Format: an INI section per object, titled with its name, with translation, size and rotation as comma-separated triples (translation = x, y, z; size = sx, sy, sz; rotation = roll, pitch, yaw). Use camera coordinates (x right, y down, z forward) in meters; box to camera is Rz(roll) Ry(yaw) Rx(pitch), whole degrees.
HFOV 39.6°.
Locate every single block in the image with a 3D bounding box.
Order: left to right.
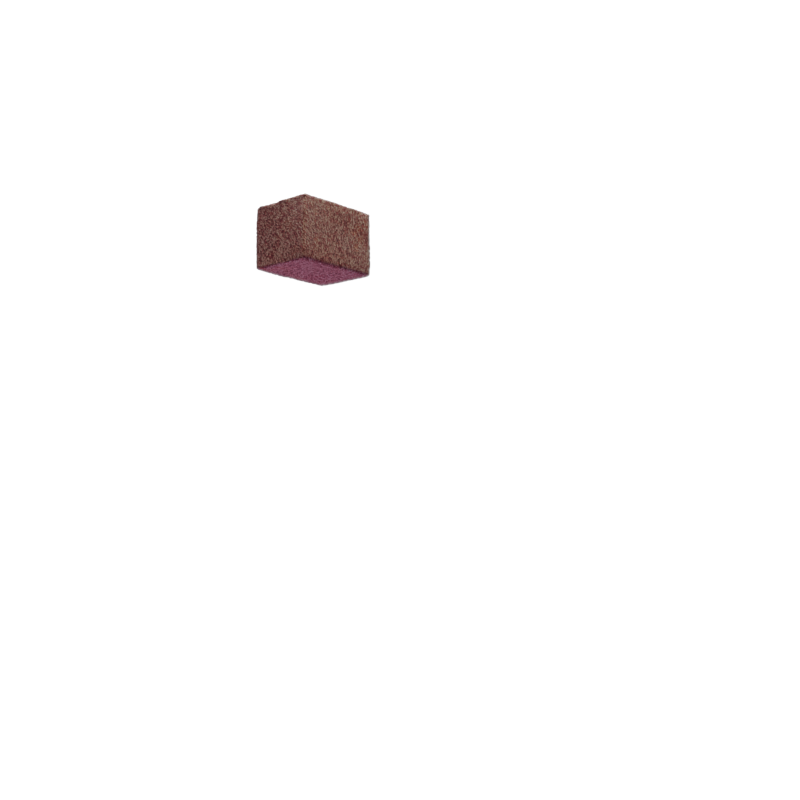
[block]
translation = -0.068, -0.123, 0.863
size = 0.054, 0.053, 0.074
rotation = -10, -14, 40
